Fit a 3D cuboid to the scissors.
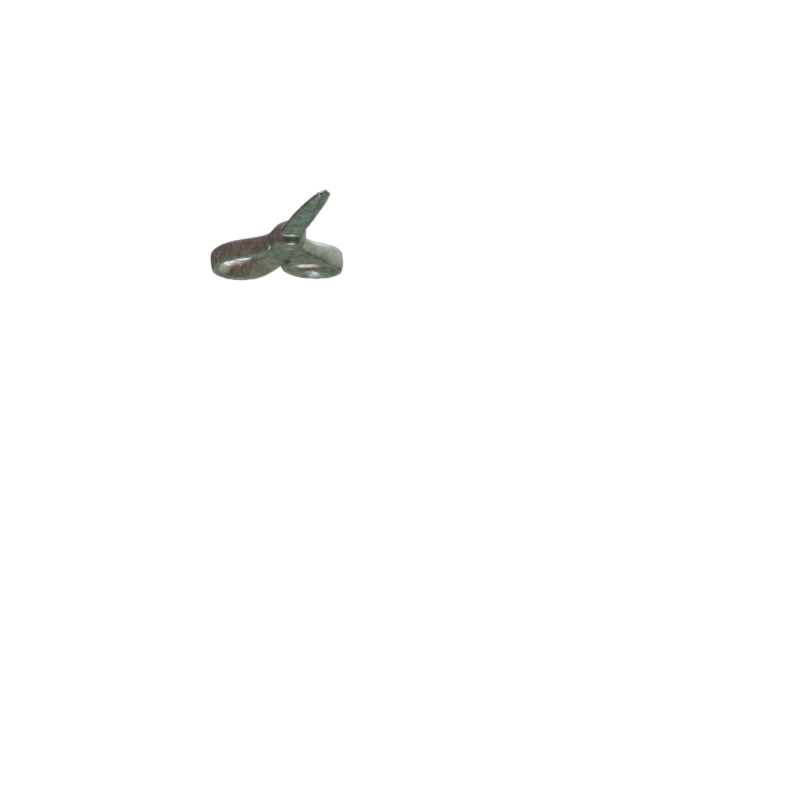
[{"bbox_3d":[-0.053,-0.097,0.679,0.093,0.016,0.205,3,-6,-30],"label":"scissors"}]
